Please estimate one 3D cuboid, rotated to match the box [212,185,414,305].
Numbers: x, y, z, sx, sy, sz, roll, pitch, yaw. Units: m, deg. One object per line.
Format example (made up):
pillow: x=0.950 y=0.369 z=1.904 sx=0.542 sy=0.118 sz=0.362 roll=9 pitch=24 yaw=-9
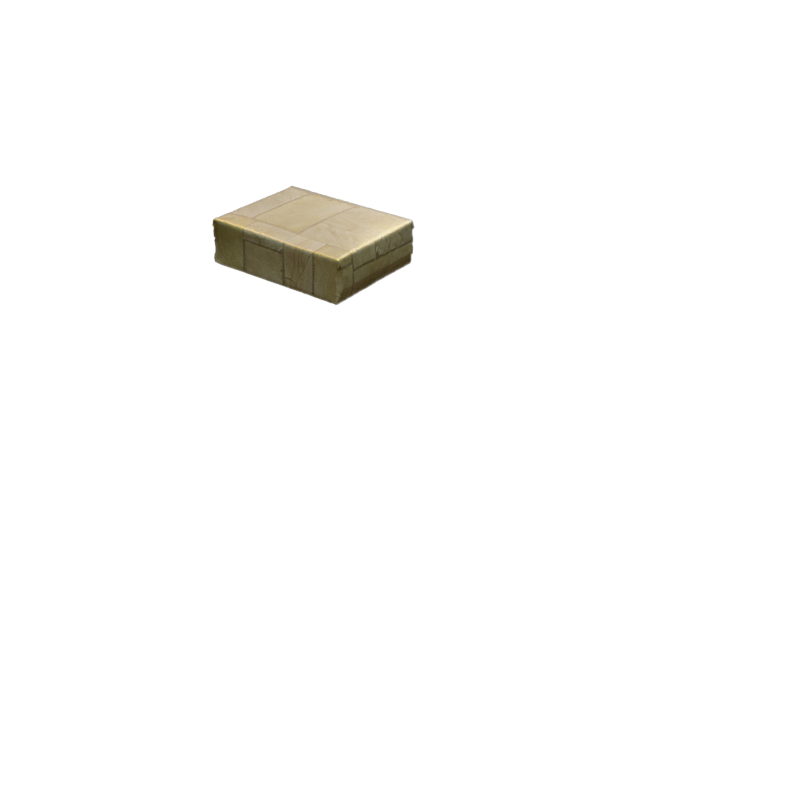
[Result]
box: x=-0.061 y=-0.111 z=0.776 sx=0.120 sy=0.037 sz=0.090 roll=19 pitch=32 yaw=31
